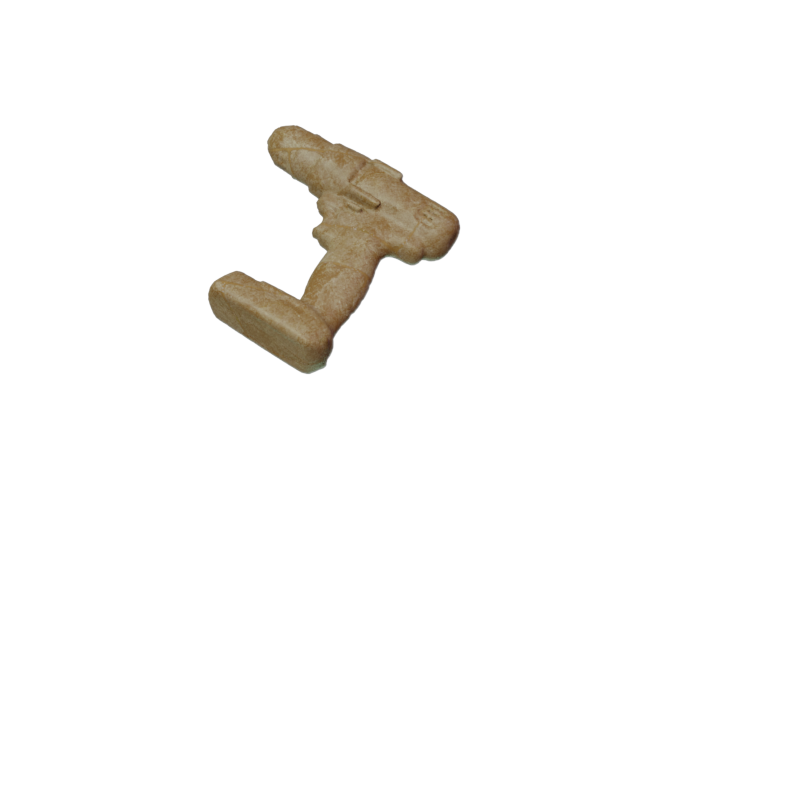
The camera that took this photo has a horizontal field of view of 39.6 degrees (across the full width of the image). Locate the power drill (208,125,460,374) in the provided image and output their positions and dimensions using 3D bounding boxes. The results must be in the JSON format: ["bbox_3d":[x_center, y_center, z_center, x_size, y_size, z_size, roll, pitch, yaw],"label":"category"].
[{"bbox_3d":[-0.070,-0.129,0.900,0.192,0.192,0.054,30,-26,16],"label":"power drill"}]
